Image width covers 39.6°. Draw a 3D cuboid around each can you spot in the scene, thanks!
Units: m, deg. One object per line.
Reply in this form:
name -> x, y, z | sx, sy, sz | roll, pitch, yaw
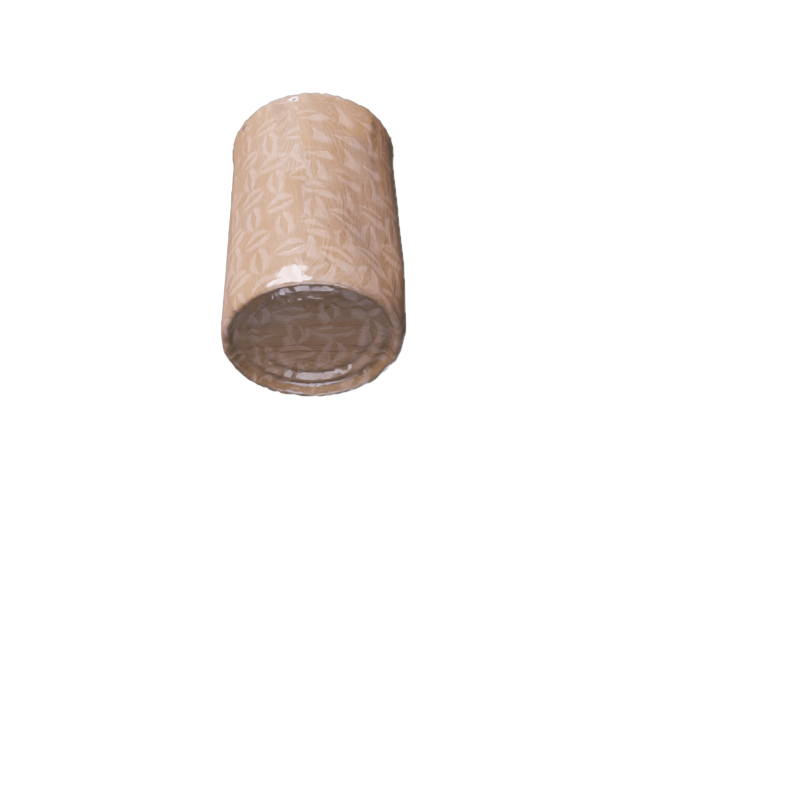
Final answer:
can -> -0.034, -0.062, 0.431 | 0.068, 0.110, 0.064 | -1, -41, -3
